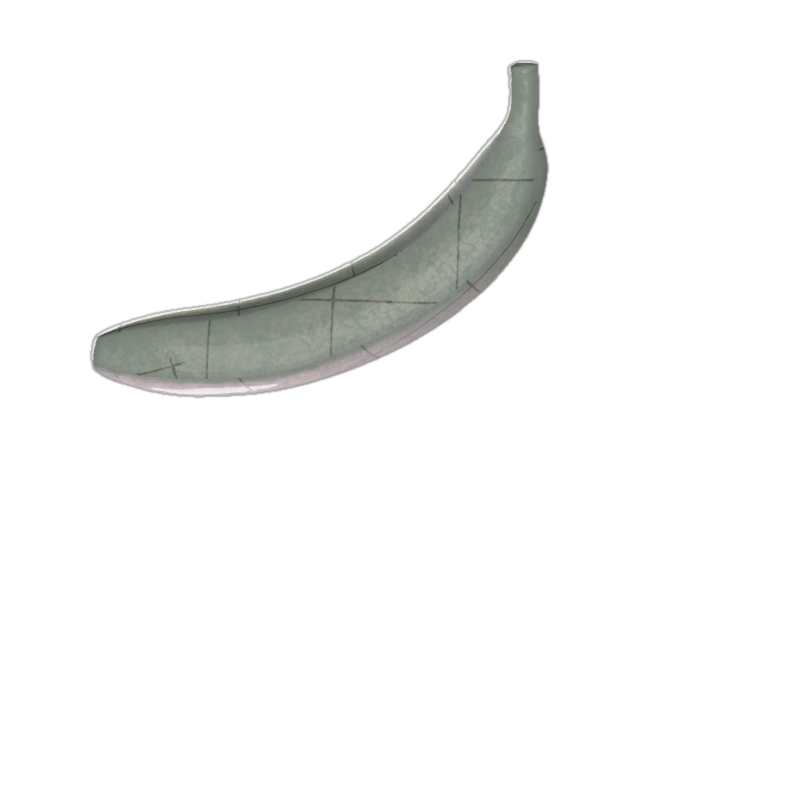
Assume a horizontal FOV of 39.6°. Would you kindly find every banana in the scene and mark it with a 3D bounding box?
[{"bbox_3d":[-0.019,-0.047,0.418,0.197,0.068,0.038,-33,9,5],"label":"banana"}]
